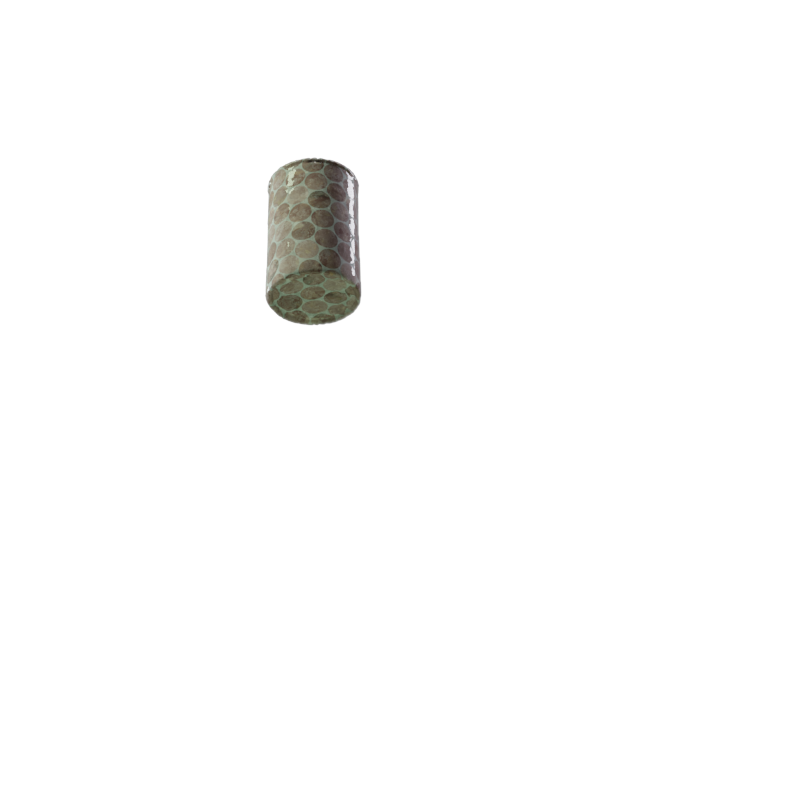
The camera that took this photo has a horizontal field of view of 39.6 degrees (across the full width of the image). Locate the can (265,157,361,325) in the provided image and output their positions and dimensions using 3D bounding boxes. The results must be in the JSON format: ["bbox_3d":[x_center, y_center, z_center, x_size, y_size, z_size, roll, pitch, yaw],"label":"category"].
[{"bbox_3d":[-0.062,-0.114,0.796,0.068,0.109,0.064,-1,-34,-2],"label":"can"}]
